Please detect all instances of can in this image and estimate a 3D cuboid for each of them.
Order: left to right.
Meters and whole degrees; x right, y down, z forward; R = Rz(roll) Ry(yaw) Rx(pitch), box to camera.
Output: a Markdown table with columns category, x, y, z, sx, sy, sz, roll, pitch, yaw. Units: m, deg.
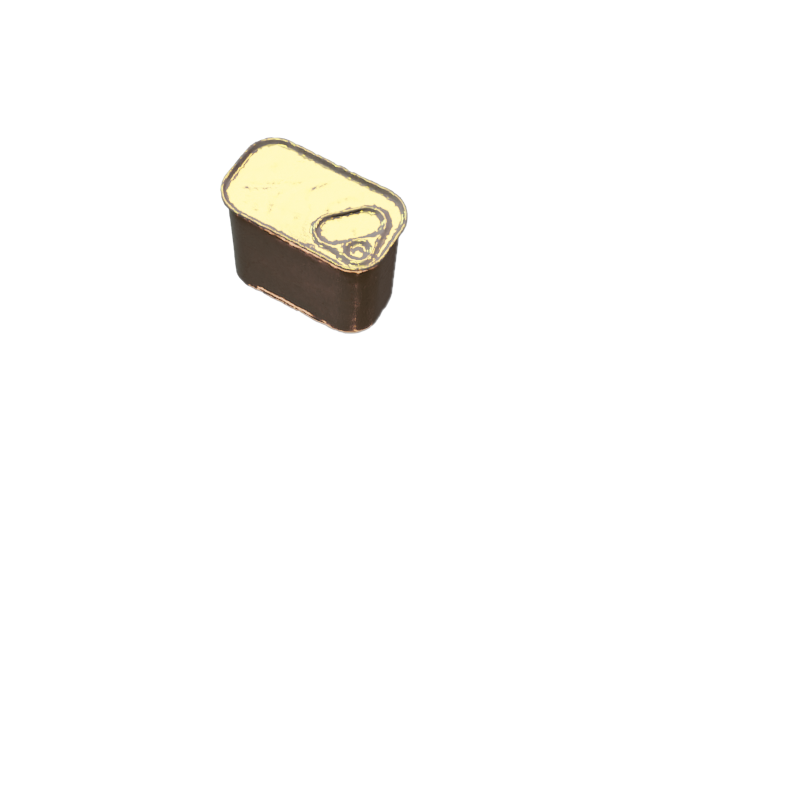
| category | x | y | z | sx | sy | sz | roll | pitch | yaw |
| --- | --- | --- | --- | --- | --- | --- | --- | --- | --- |
| can | -0.050 | -0.091 | 0.639 | 0.105 | 0.059 | 0.079 | 28 | -26 | 13 |
